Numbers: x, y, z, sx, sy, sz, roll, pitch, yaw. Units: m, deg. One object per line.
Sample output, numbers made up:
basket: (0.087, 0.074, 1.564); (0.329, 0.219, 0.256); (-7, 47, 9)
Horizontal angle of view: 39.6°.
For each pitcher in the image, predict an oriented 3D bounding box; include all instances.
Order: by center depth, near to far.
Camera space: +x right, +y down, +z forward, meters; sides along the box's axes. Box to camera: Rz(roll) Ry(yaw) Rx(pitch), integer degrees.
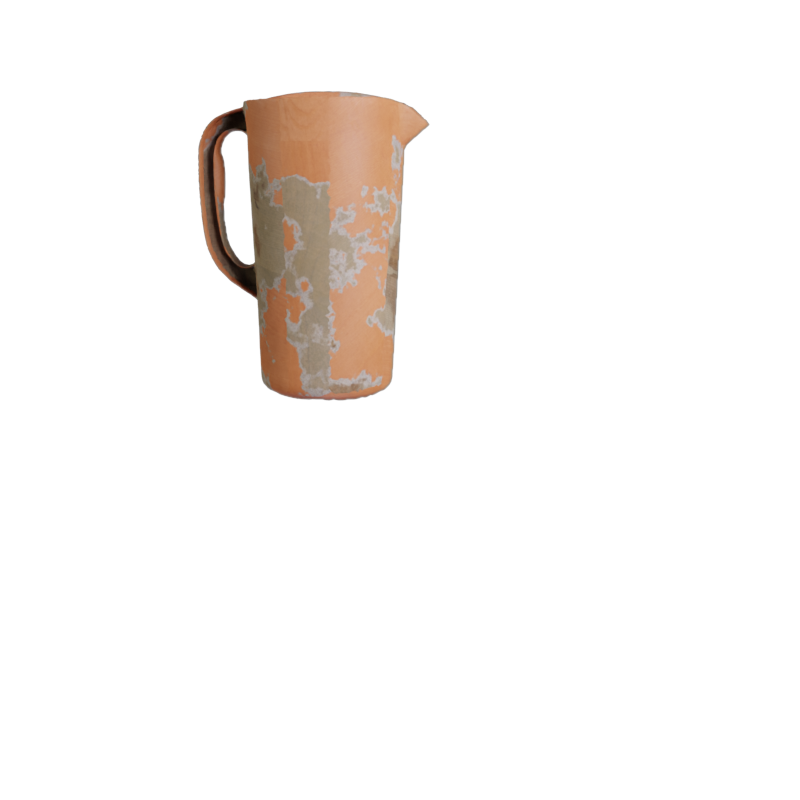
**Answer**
pitcher: (-0.071, -0.129, 0.904); (0.140, 0.240, 0.156); (-5, 8, -37)
